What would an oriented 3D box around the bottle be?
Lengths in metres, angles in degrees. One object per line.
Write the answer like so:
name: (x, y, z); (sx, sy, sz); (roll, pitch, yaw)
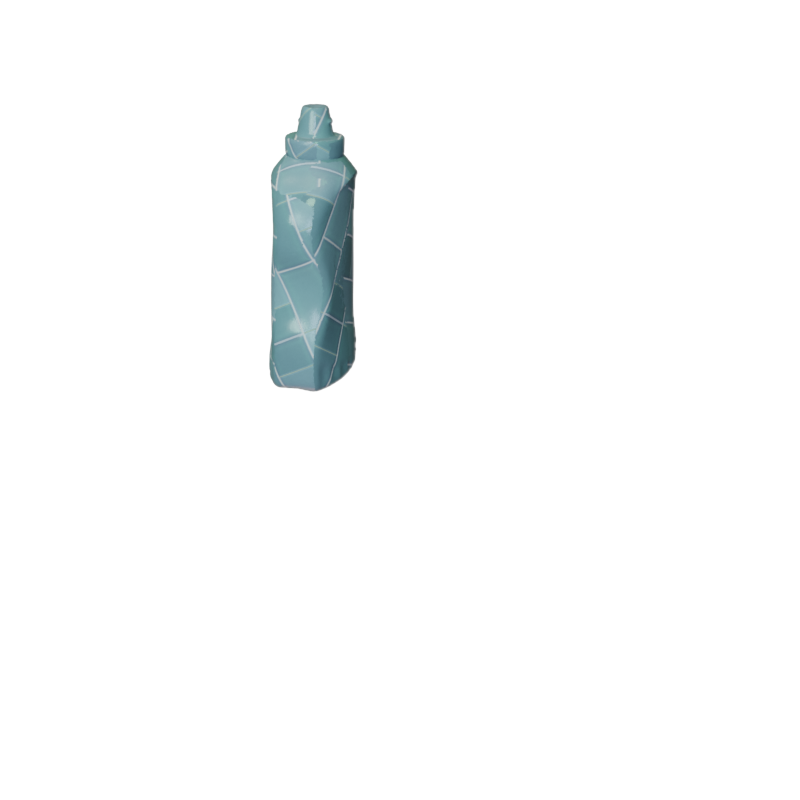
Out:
bottle: (-0.060, -0.111, 0.776); (0.060, 0.184, 0.098); (6, 19, 14)
